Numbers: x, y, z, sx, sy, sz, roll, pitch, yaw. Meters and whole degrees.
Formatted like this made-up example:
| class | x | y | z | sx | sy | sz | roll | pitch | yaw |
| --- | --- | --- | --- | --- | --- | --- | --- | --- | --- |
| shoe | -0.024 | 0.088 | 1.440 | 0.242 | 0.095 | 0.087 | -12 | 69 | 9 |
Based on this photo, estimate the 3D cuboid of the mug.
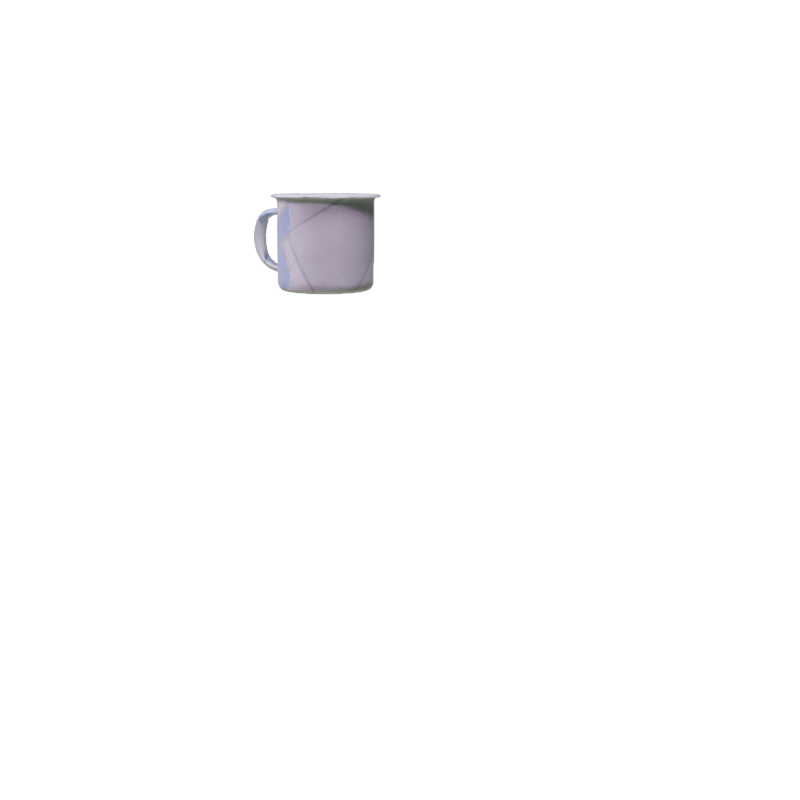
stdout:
| class | x | y | z | sx | sy | sz | roll | pitch | yaw |
| --- | --- | --- | --- | --- | --- | --- | --- | --- | --- |
| mug | -0.074 | -0.135 | 0.943 | 0.121 | 0.080 | 0.091 | 5 | 9 | 26 |
